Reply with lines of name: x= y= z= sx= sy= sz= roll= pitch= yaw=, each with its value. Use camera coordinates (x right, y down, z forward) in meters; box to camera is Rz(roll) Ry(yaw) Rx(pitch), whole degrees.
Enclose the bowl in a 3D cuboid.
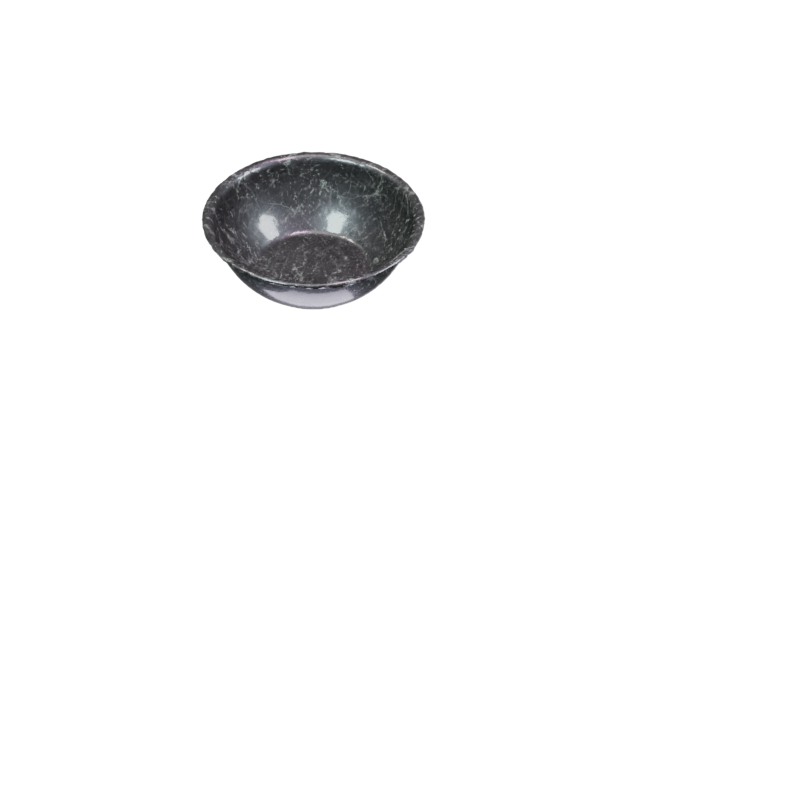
bowl: x=-0.064 y=-0.117 z=0.822 sx=0.162 sy=0.051 sz=0.174 roll=-1 pitch=43 yaw=-1
